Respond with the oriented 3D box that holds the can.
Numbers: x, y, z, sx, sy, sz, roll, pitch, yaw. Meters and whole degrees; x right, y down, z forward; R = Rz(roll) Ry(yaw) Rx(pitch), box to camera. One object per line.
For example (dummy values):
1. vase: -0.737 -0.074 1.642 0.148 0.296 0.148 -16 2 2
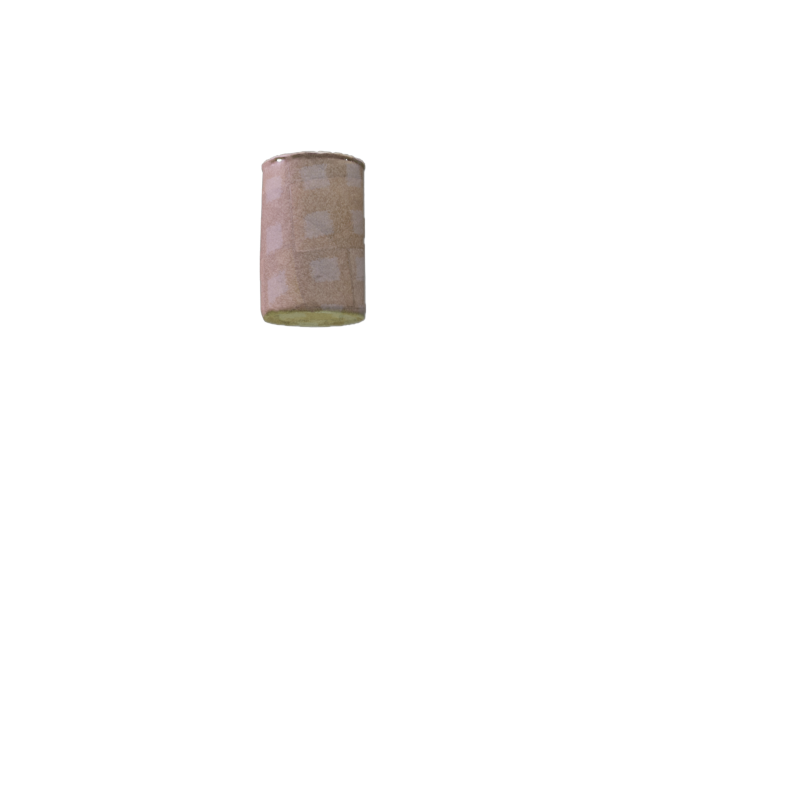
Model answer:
1. can: -0.056 -0.102 0.712 0.068 0.105 0.067 0 -10 -2
